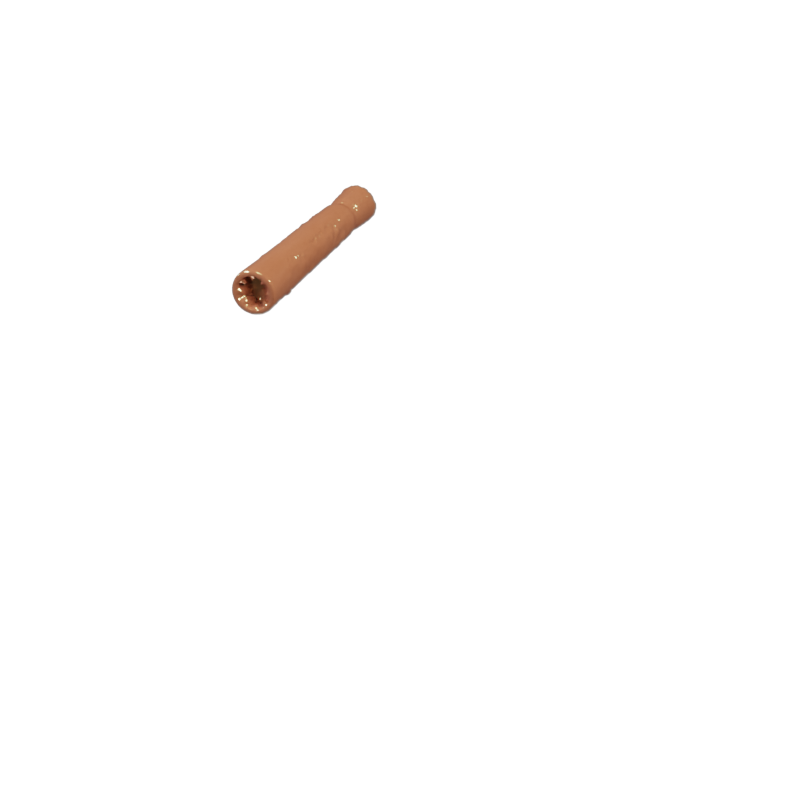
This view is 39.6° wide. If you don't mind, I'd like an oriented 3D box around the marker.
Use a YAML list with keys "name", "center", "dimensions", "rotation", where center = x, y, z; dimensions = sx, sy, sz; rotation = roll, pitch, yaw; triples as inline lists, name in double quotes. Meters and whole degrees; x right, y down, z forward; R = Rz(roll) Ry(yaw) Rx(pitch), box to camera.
- name: "marker"
  center: [-0.038, -0.069, 0.480]
  dimensions: [0.020, 0.019, 0.124]
  rotation: [1, 26, 20]
